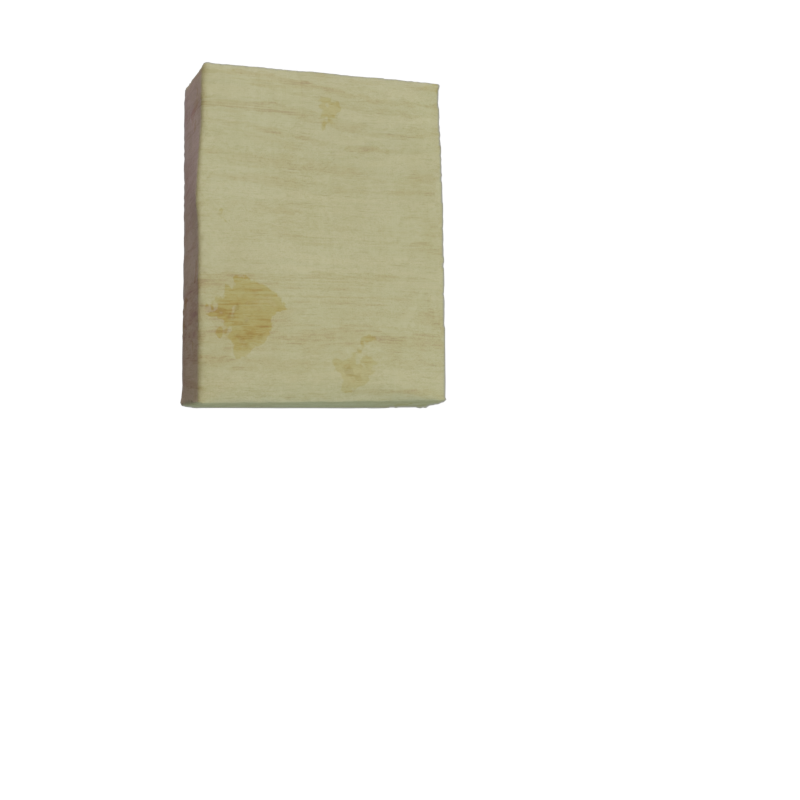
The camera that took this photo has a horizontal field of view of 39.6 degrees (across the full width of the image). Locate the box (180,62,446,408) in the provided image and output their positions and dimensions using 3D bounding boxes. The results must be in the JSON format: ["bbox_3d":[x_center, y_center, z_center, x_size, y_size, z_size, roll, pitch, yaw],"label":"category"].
[{"bbox_3d":[-0.056,-0.103,0.719,0.160,0.218,0.072,2,-8,-18],"label":"box"}]
